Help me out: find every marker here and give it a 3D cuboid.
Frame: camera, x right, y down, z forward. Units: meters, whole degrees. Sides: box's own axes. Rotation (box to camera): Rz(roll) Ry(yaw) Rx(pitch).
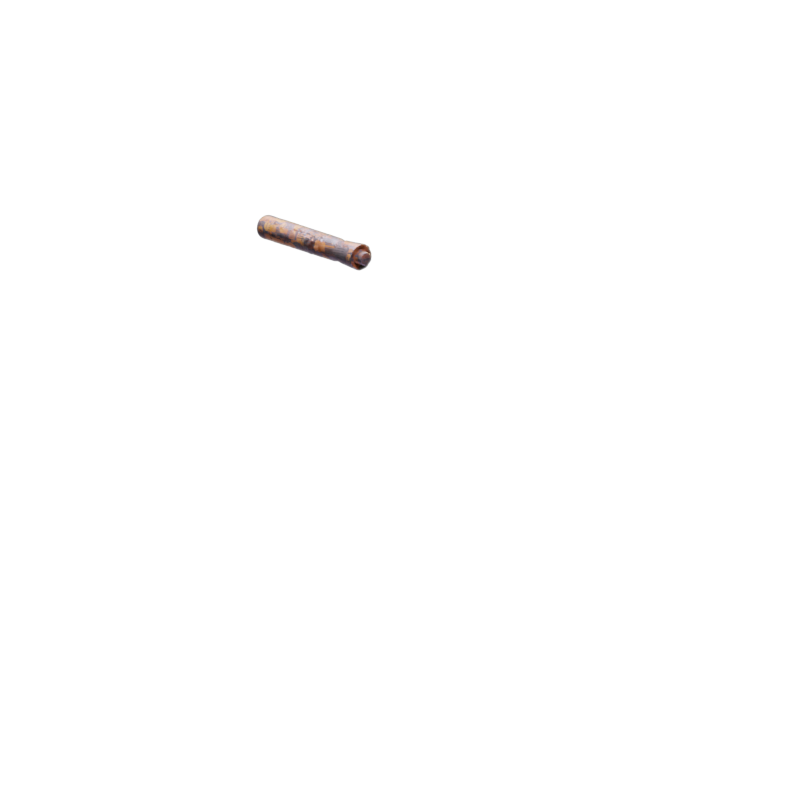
[{"bbox_3d":[-0.063,-0.115,0.807,0.019,0.019,0.129,-3,19,-40],"label":"marker"}]
